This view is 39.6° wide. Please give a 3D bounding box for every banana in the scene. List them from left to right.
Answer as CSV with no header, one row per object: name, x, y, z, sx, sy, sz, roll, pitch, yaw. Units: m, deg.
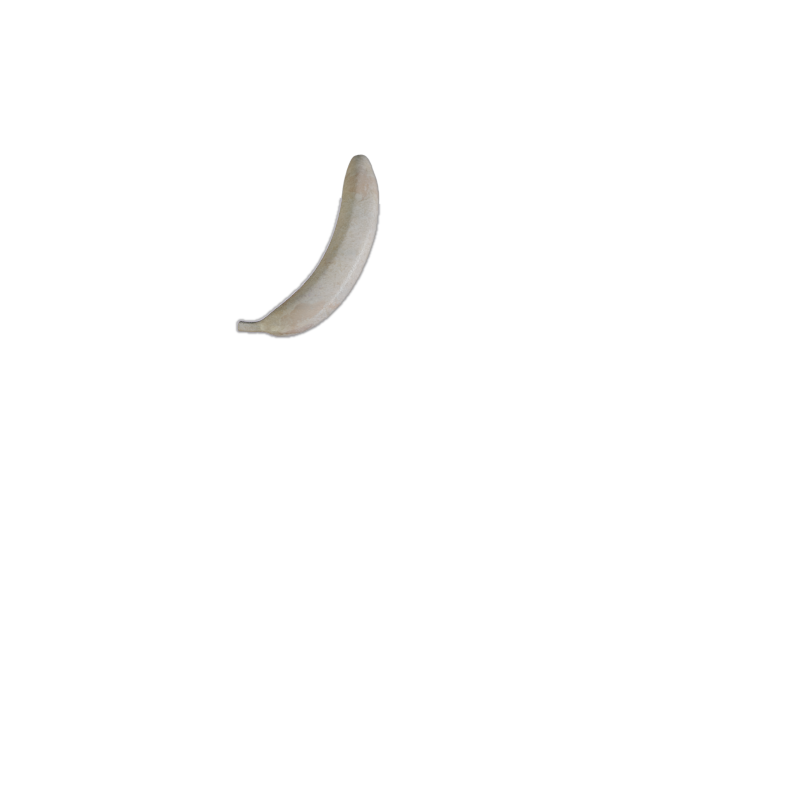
banana,-0.064,-0.128,0.985,0.071,0.201,0.035,32,-13,7
